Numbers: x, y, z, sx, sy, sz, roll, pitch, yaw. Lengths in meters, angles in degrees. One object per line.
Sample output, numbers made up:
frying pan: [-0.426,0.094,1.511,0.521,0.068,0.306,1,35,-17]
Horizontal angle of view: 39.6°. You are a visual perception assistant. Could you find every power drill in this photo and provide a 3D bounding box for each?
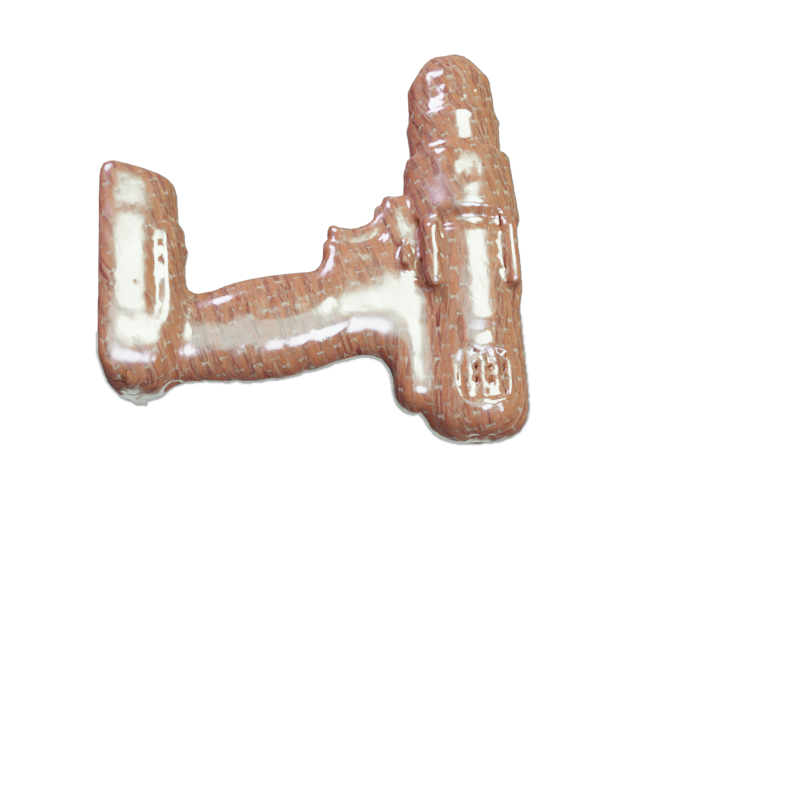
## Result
power drill: [-0.039,-0.071,0.498,0.187,0.194,0.055,-3,-21,-1]
